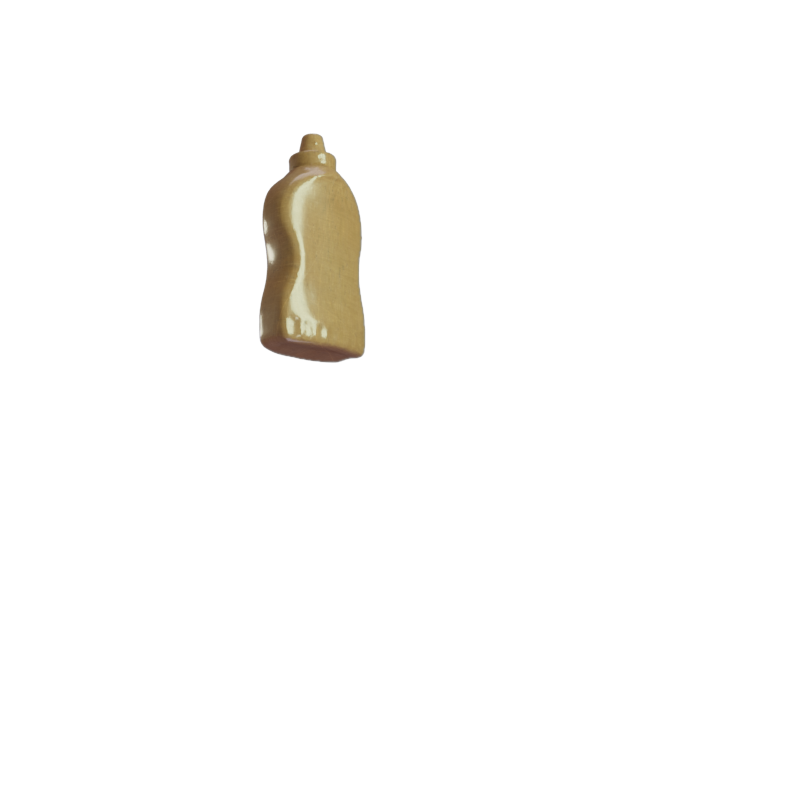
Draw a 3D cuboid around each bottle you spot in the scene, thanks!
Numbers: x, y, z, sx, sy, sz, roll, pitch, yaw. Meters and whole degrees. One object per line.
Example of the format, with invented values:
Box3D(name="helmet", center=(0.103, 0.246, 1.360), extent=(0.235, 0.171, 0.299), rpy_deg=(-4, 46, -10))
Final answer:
Box3D(name="bottle", center=(-0.073, -0.132, 0.929), extent=(0.091, 0.200, 0.059), rpy_deg=(14, -23, -42))
